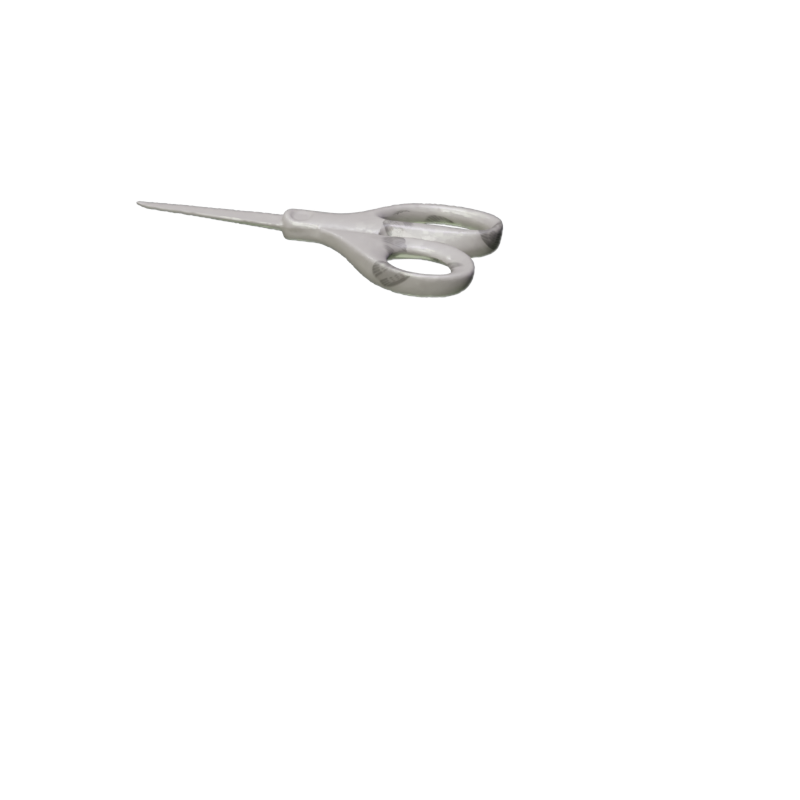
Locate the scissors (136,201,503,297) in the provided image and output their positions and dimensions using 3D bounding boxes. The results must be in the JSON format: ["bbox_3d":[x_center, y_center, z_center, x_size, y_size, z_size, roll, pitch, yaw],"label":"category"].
[{"bbox_3d":[-0.046,-0.083,0.584,0.202,0.015,0.102,0,32,1],"label":"scissors"}]
